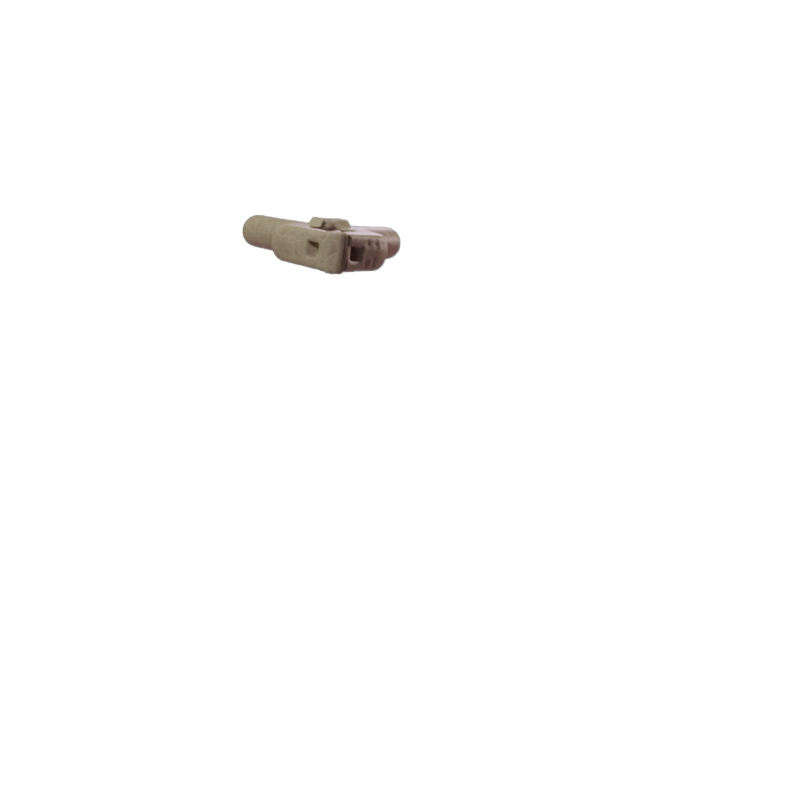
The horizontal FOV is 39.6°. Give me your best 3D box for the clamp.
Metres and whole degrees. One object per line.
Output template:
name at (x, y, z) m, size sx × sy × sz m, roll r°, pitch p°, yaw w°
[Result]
clamp at (-0.062, -0.112, 0.786) m, size 0.121 × 0.039 × 0.172 m, roll 0°, pitch 9°, yaw 3°
